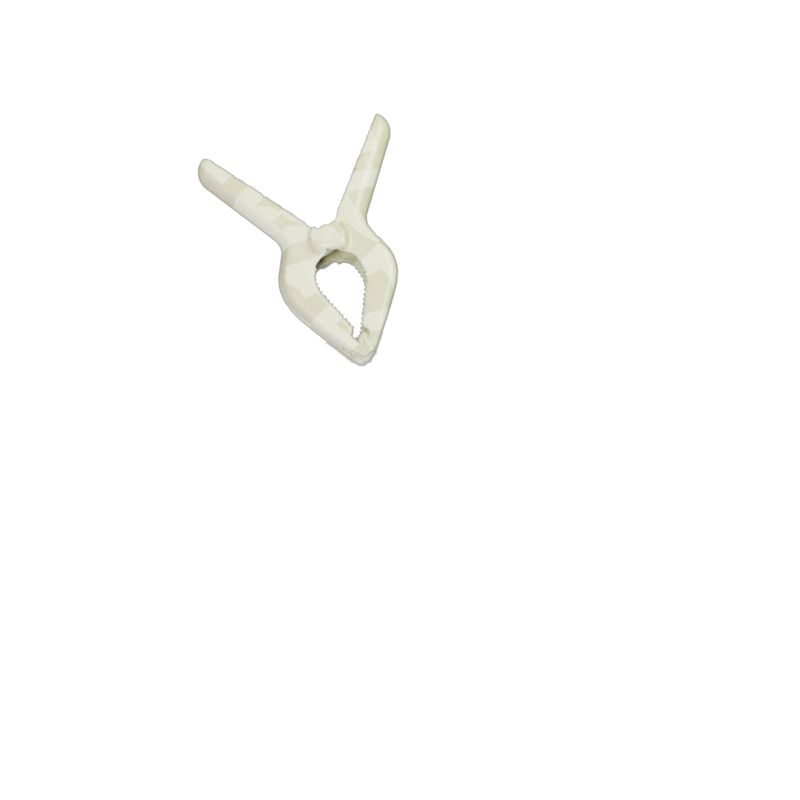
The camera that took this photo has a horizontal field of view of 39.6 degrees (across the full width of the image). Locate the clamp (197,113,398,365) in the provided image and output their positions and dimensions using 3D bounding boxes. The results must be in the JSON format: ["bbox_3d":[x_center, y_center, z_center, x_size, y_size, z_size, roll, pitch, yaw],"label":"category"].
[{"bbox_3d":[-0.069,-0.127,0.887,0.164,0.222,0.034,-11,-23,-5],"label":"clamp"}]
